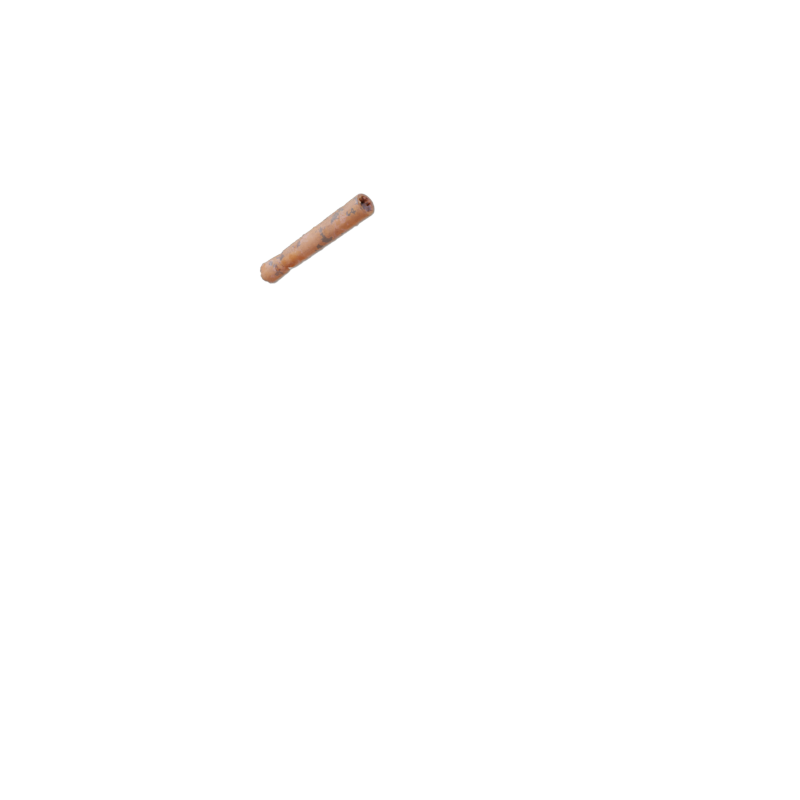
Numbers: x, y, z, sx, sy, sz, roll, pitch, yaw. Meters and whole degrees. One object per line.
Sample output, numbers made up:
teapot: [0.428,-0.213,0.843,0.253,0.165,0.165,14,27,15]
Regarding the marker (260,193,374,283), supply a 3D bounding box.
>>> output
marker: [-0.067,-0.123,0.859,0.120,0.021,0.019,-29,-16,37]
